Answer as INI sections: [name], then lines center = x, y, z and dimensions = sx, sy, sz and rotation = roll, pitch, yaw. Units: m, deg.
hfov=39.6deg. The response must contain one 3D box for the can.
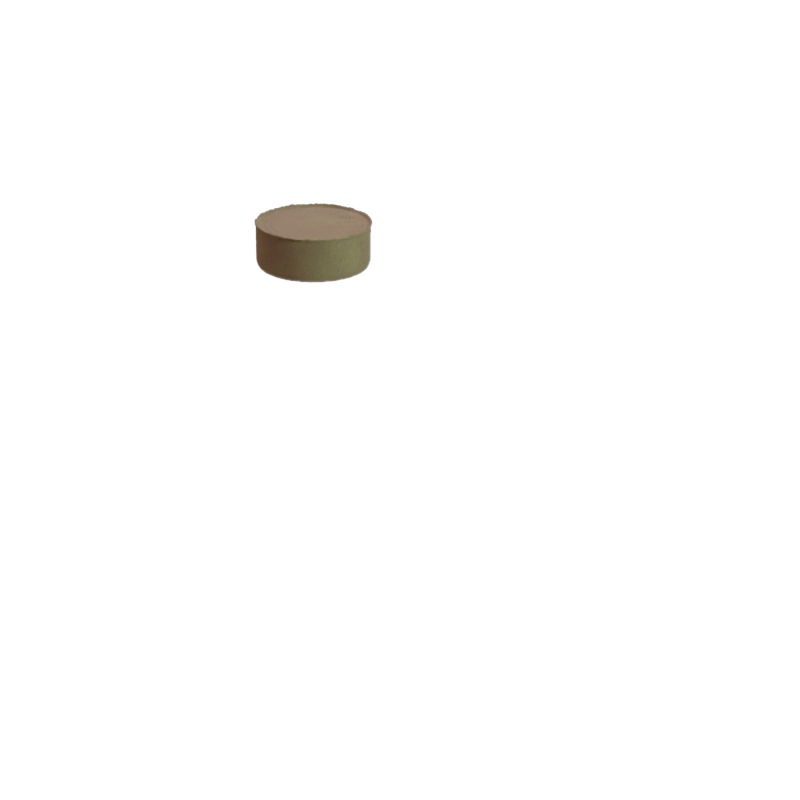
[can]
center = -0.064, -0.116, 0.813
dimensions = 0.086, 0.032, 0.090
rotation = -1, 25, -2
